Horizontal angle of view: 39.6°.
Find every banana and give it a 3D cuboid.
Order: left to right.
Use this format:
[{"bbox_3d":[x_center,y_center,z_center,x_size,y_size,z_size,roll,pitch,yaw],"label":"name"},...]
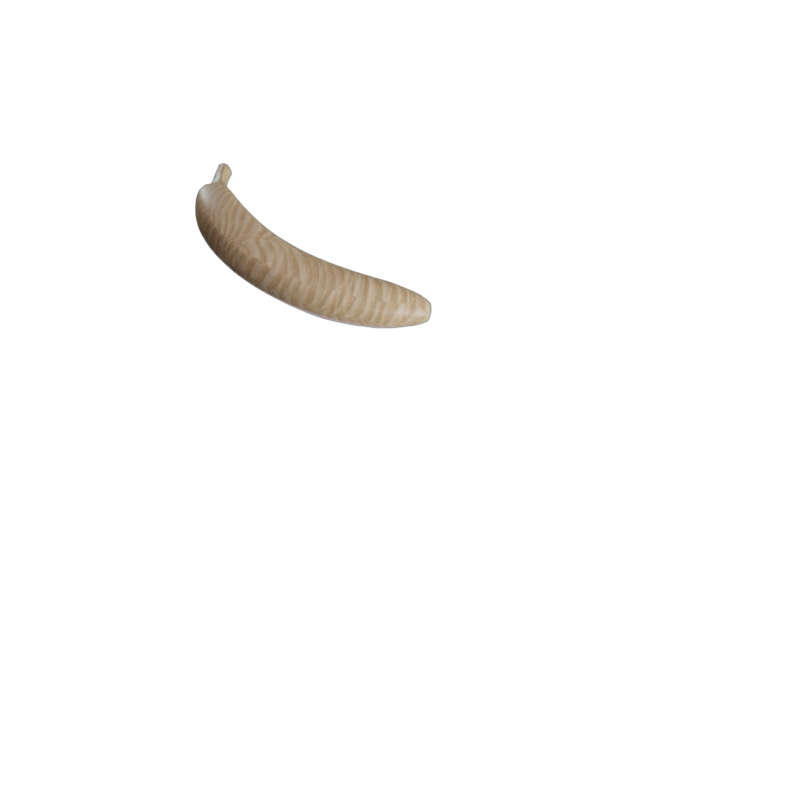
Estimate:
[{"bbox_3d":[-0.073,-0.097,0.741,0.209,0.070,0.034,37,-27,22],"label":"banana"}]
